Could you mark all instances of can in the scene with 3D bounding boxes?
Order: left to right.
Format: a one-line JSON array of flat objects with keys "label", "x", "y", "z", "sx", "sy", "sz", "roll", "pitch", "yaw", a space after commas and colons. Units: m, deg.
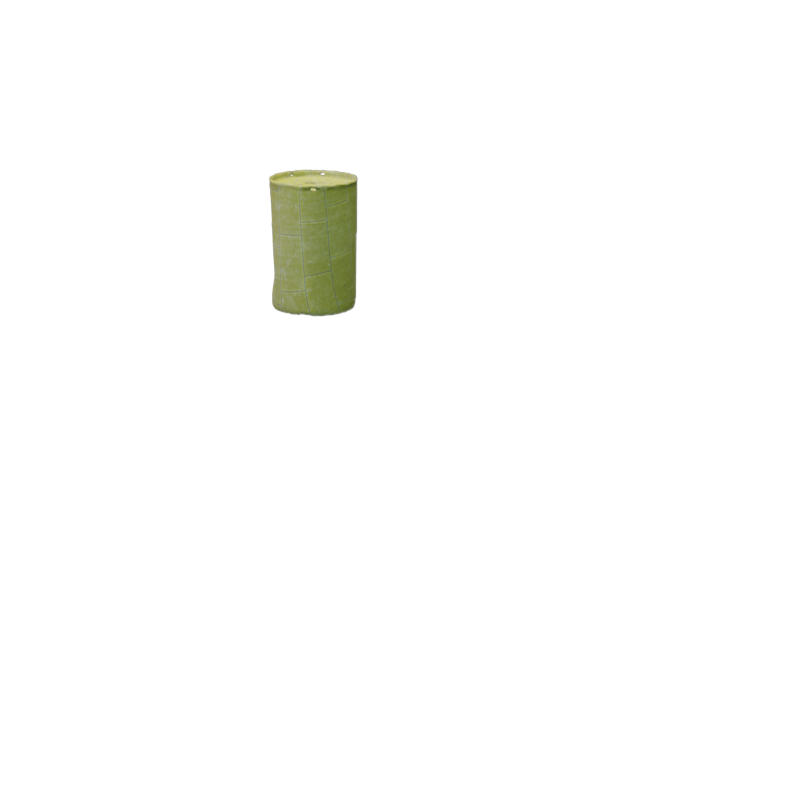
[{"label": "can", "x": -0.067, "y": -0.122, "z": 0.858, "sx": 0.068, "sy": 0.099, "sz": 0.071, "roll": 0, "pitch": 16, "yaw": -2}]
